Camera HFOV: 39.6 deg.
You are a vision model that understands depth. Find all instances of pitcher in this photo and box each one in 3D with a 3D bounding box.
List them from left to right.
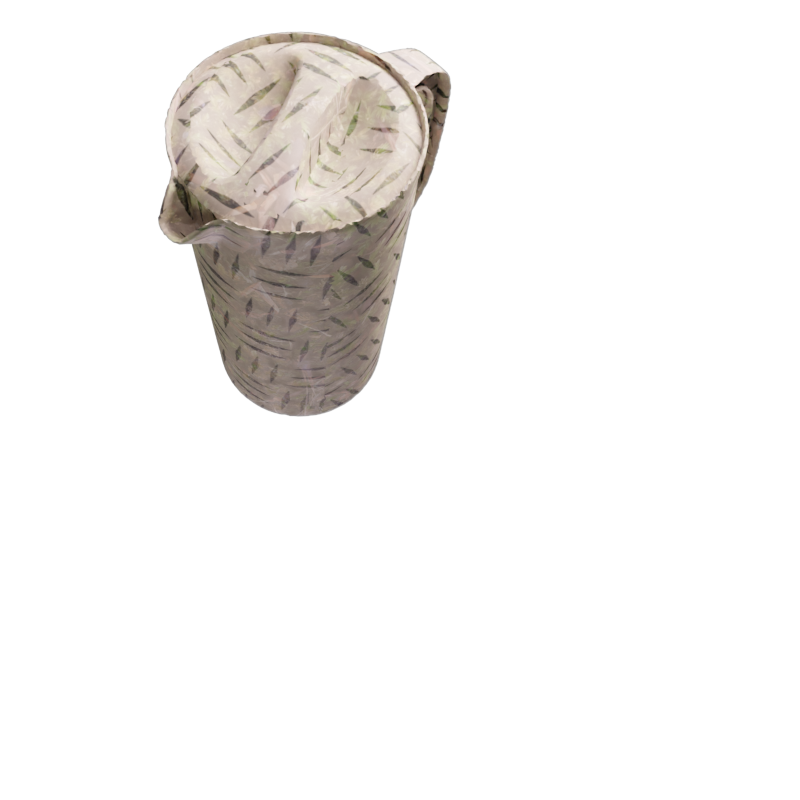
[{"bbox_3d":[-0.051,-0.094,0.656,0.149,0.154,0.228,3,-29,-1],"label":"pitcher"}]
